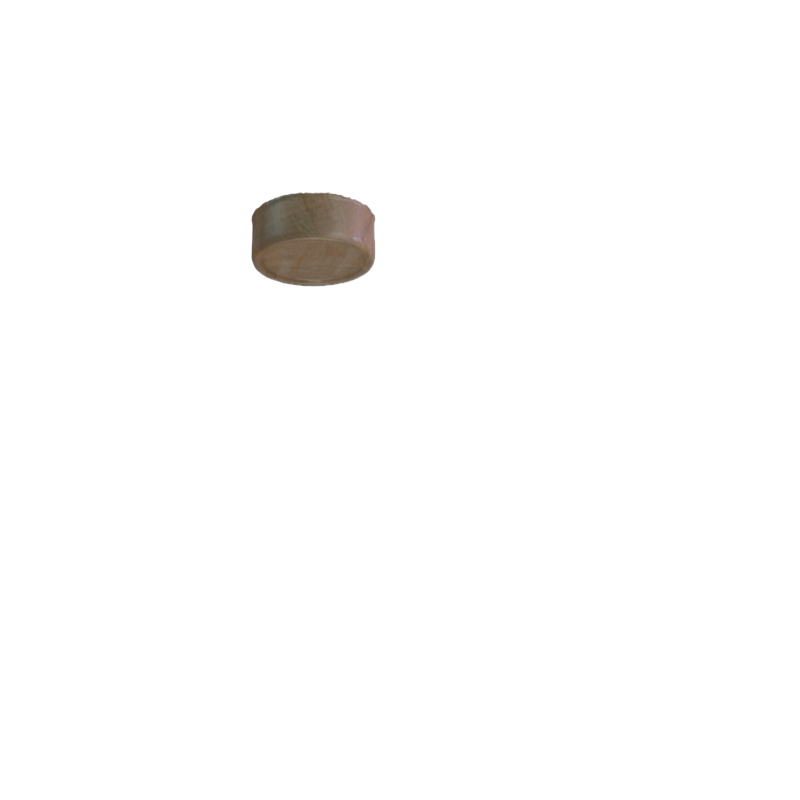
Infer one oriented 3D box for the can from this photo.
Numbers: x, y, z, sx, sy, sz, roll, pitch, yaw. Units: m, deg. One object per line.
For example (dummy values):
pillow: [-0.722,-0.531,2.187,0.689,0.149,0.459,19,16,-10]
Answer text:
can: [-0.060,-0.109,0.761,0.086,0.035,0.082,0,-19,-2]
